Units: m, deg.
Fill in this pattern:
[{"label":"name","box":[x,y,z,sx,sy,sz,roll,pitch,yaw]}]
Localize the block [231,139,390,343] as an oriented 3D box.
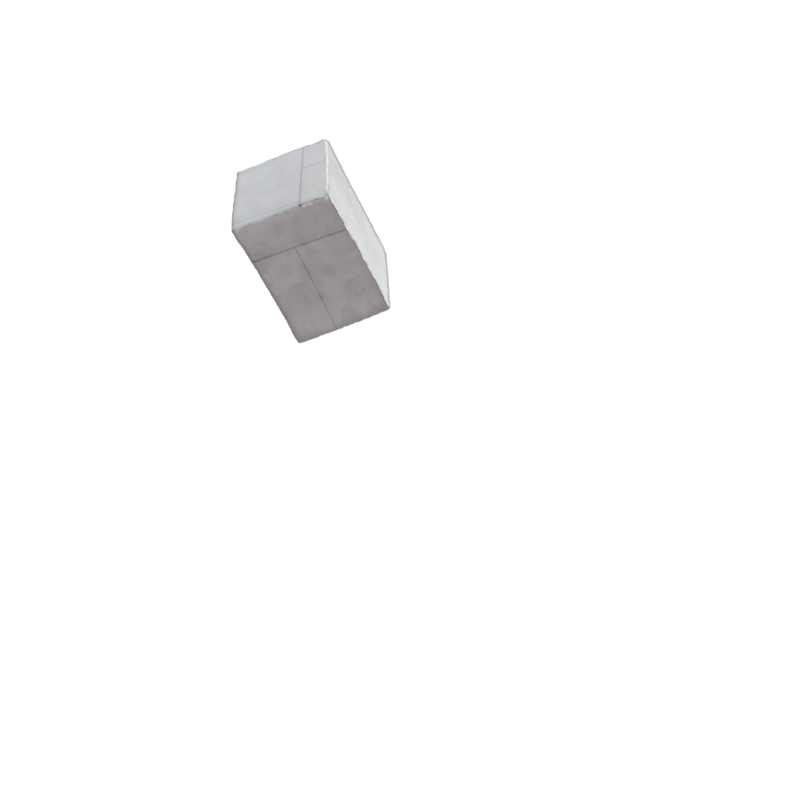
[{"label":"block","box":[-0.043,-0.079,0.553,0.053,0.072,0.055,-19,36,13]}]
